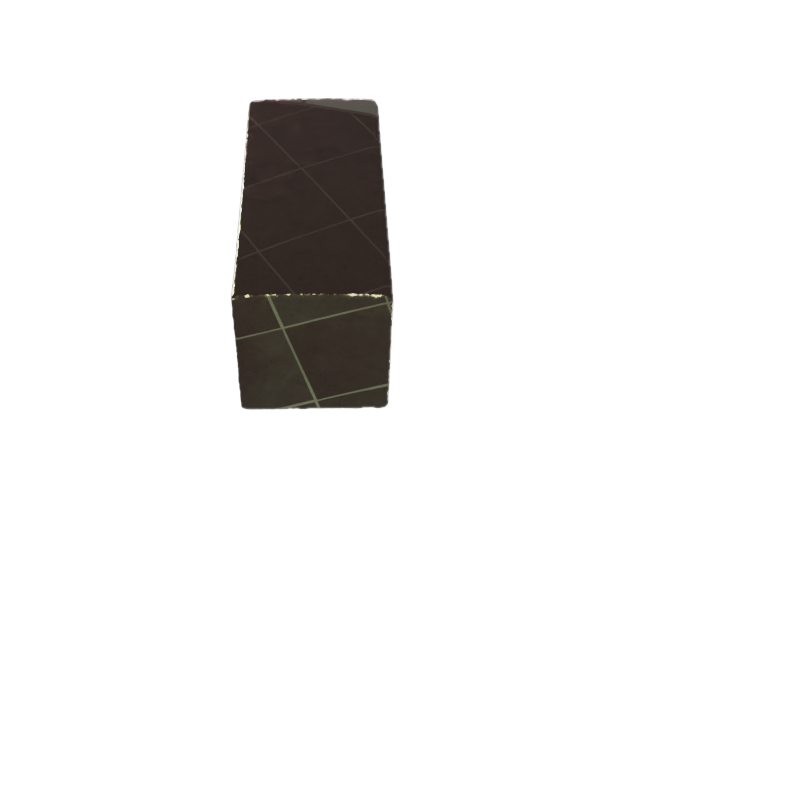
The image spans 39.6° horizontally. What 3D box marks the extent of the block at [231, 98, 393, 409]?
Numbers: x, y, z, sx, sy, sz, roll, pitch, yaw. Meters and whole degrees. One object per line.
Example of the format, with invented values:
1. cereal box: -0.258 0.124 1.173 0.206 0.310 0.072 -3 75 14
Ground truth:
1. block: -0.055 -0.101 0.707 0.090 0.084 0.221 -1 42 -3
